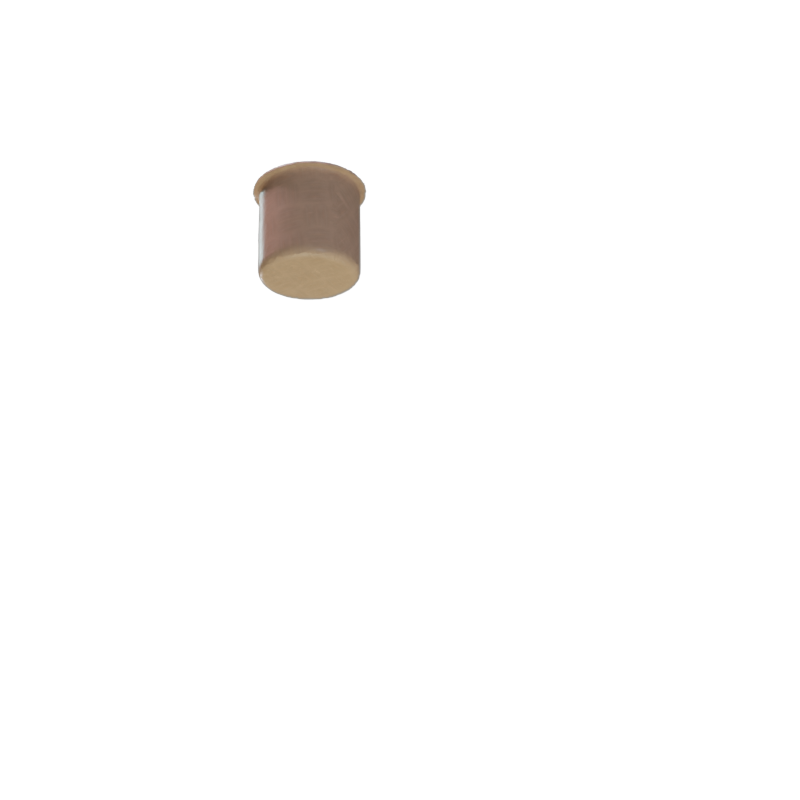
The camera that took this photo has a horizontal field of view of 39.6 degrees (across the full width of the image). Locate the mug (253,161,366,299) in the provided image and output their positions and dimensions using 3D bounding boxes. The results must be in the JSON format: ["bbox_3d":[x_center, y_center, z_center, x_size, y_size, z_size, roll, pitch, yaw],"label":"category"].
[{"bbox_3d":[-0.071,-0.129,0.902,0.094,0.086,0.109,-6,-26,11],"label":"mug"}]
